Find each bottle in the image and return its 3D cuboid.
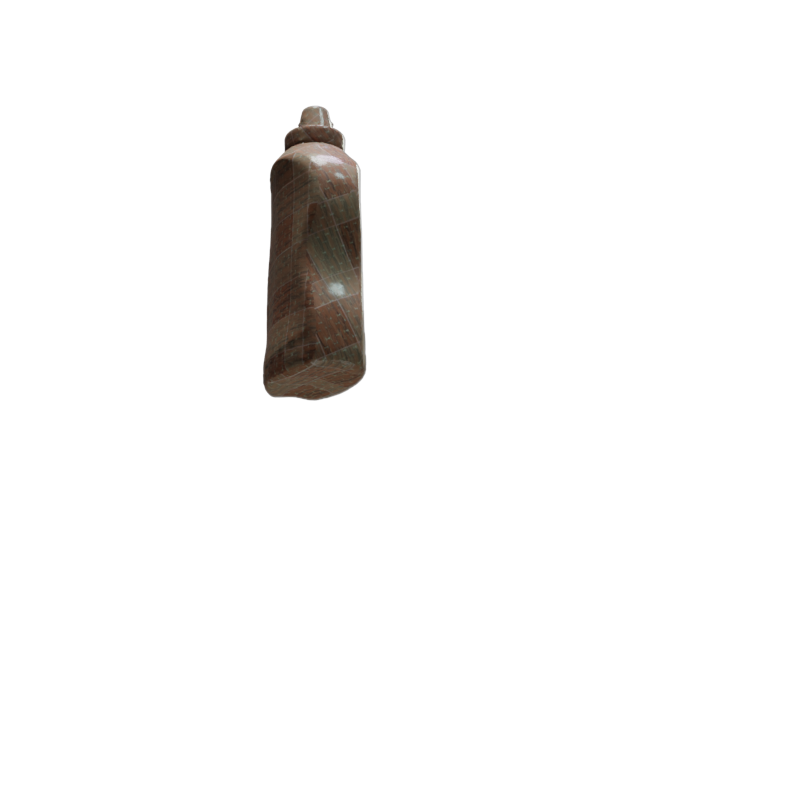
[{"bbox_3d":[-0.056,-0.103,0.718,0.057,0.201,0.094,6,-21,-19],"label":"bottle"}]
